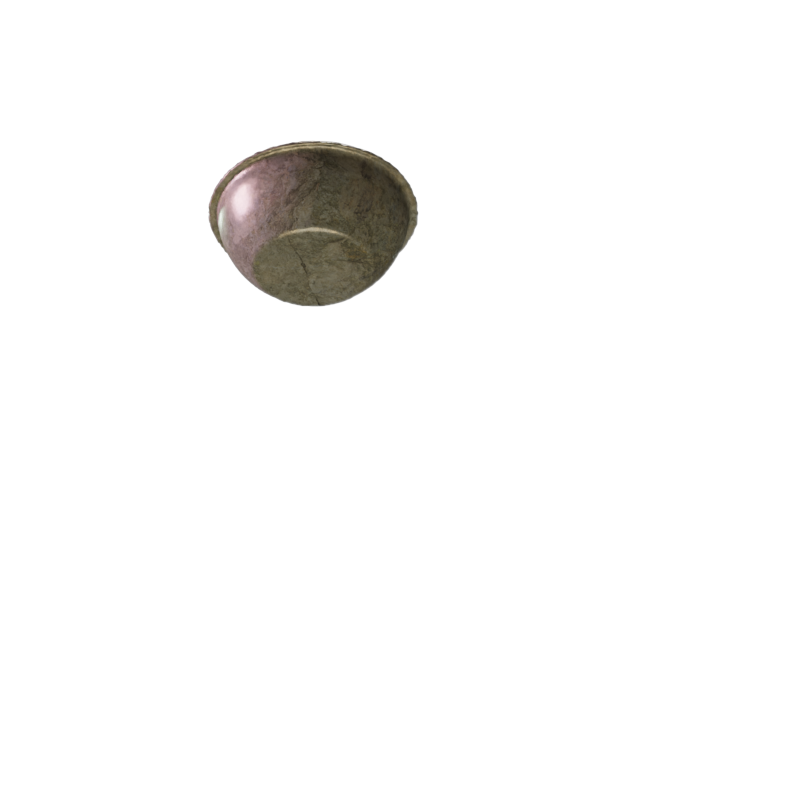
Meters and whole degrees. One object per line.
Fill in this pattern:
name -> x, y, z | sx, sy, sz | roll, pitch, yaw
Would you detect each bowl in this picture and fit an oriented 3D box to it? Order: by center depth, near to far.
bowl -> -0.066, -0.120, 0.838 | 0.162, 0.059, 0.151 | 1, -36, -2
